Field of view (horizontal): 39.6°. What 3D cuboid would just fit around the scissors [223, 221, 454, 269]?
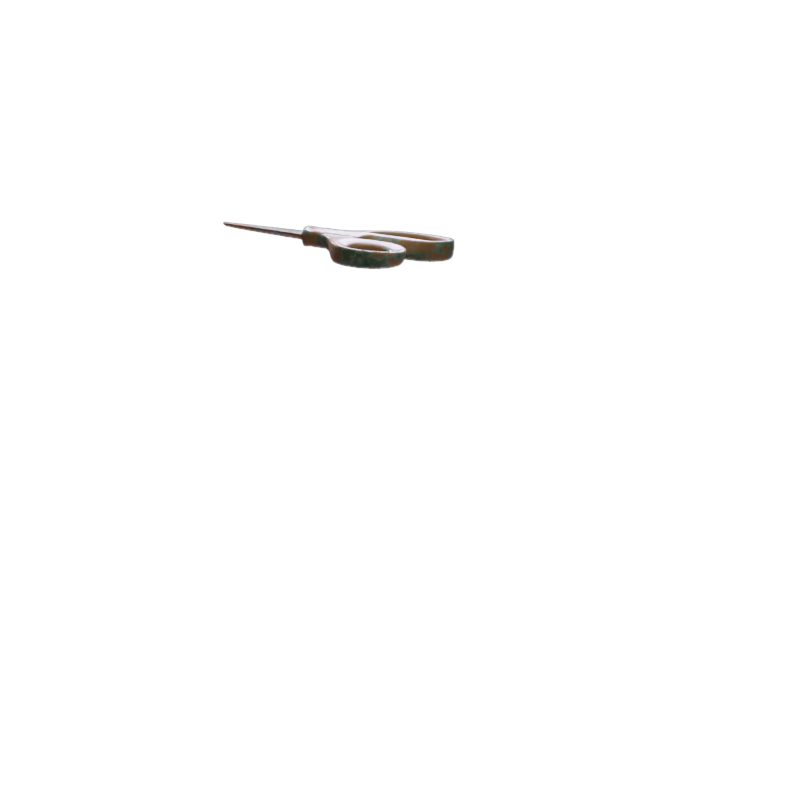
[{"bbox_3d":[-0.063,-0.114,0.801,0.209,0.015,0.096,8,19,24],"label":"scissors"}]
